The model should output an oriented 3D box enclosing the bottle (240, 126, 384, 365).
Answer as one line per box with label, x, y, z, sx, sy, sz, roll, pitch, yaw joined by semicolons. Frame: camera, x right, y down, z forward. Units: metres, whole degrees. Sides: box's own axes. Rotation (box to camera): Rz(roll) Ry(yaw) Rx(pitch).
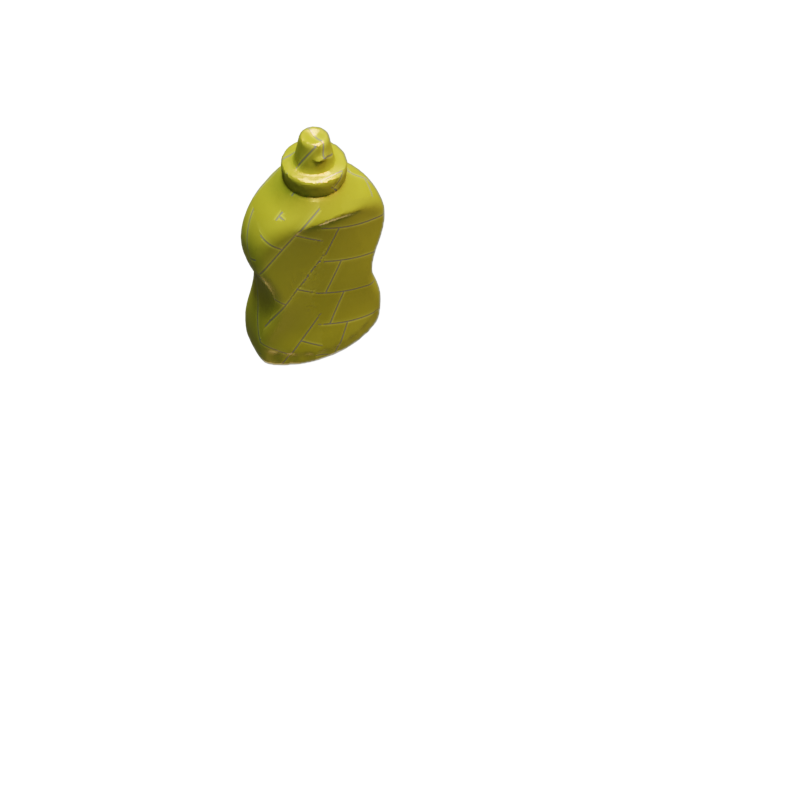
bottle;-0.057;-0.105;0.735;0.095;0.063;0.179;-19;-34;-17
